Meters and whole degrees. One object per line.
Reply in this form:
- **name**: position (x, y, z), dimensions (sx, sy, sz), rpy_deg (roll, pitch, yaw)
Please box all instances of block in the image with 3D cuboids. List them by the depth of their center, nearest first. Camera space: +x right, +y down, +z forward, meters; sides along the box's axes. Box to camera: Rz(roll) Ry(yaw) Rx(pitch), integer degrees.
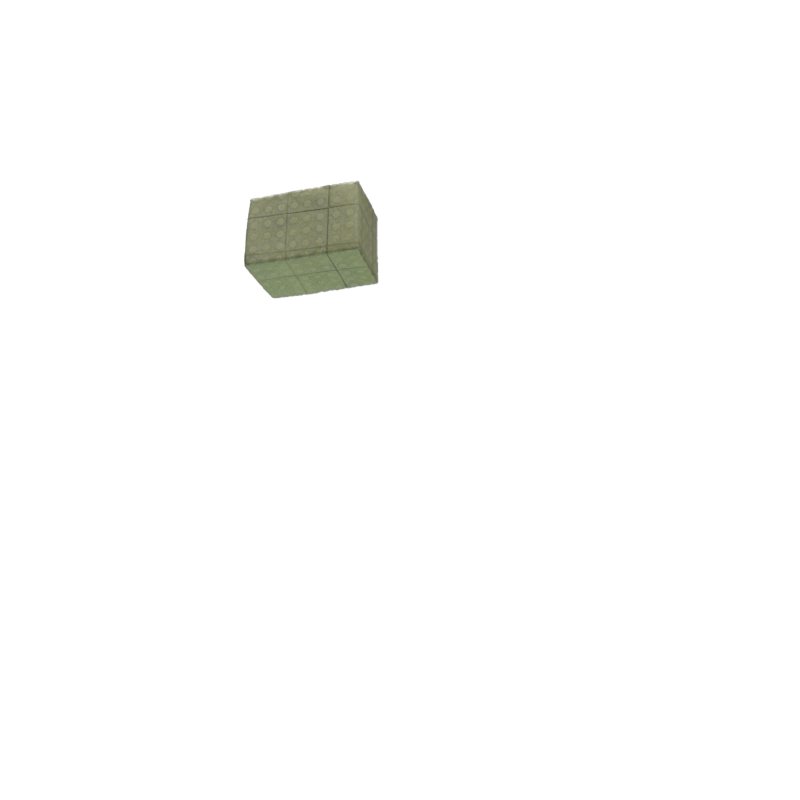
- **block**: position (-0.057, -0.105, 0.734), dimensions (0.079, 0.054, 0.049), rpy_deg (-7, -26, 14)
